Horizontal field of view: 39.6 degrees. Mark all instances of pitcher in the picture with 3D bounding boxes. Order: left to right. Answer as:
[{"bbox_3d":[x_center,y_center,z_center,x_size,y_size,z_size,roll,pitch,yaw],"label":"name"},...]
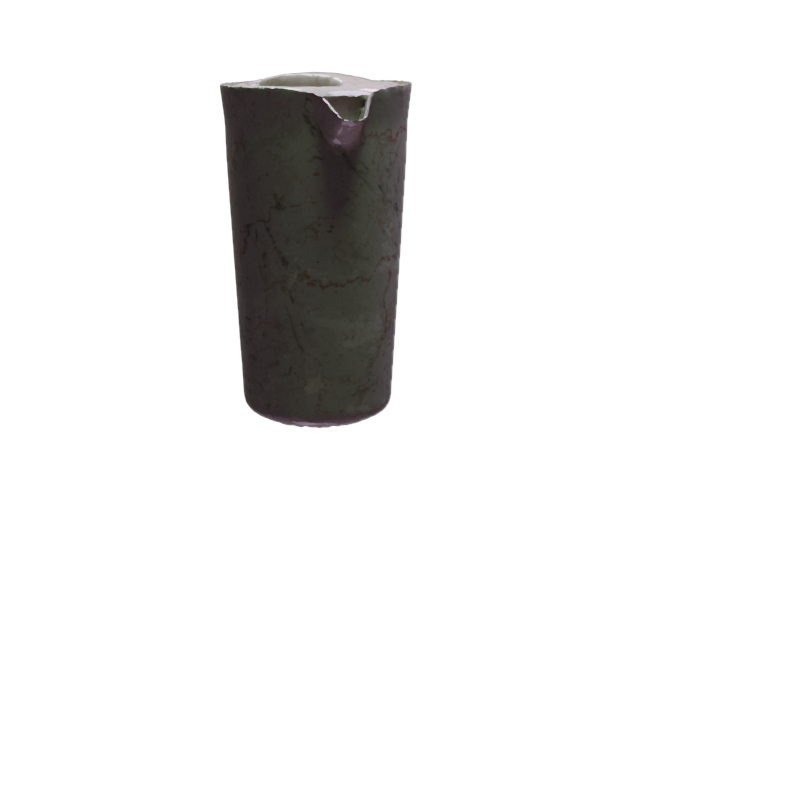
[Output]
[{"bbox_3d":[-0.063,-0.114,0.801,0.150,0.236,0.148,7,15,24],"label":"pitcher"}]
